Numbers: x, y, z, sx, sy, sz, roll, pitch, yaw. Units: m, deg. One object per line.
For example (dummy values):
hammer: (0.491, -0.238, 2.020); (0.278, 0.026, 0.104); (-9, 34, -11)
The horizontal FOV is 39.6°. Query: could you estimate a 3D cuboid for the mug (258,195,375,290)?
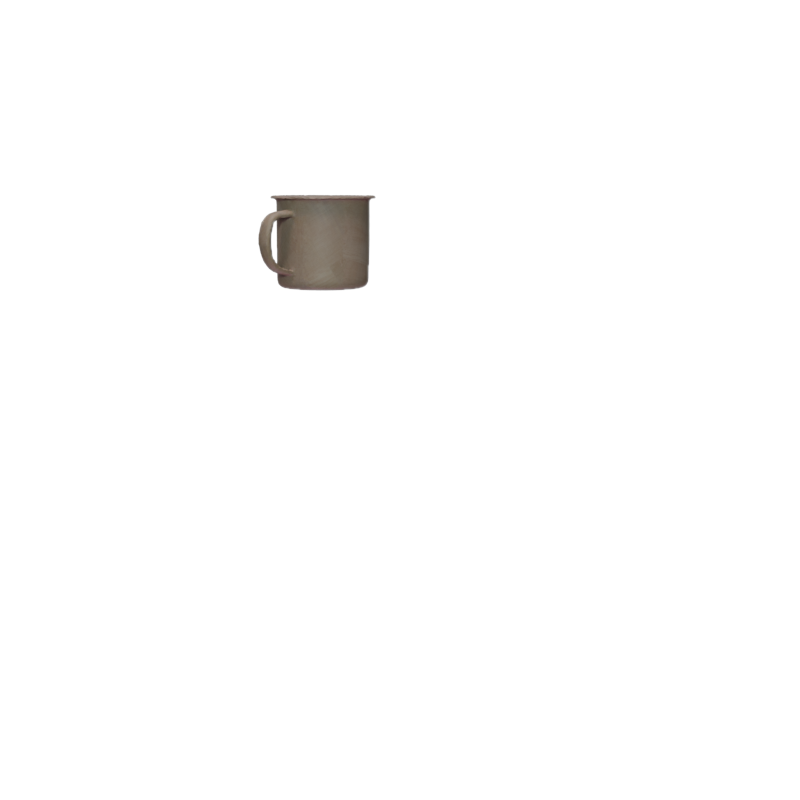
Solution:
mug: (-0.076, -0.139, 0.977); (0.097, 0.080, 0.113); (7, 11, 42)
